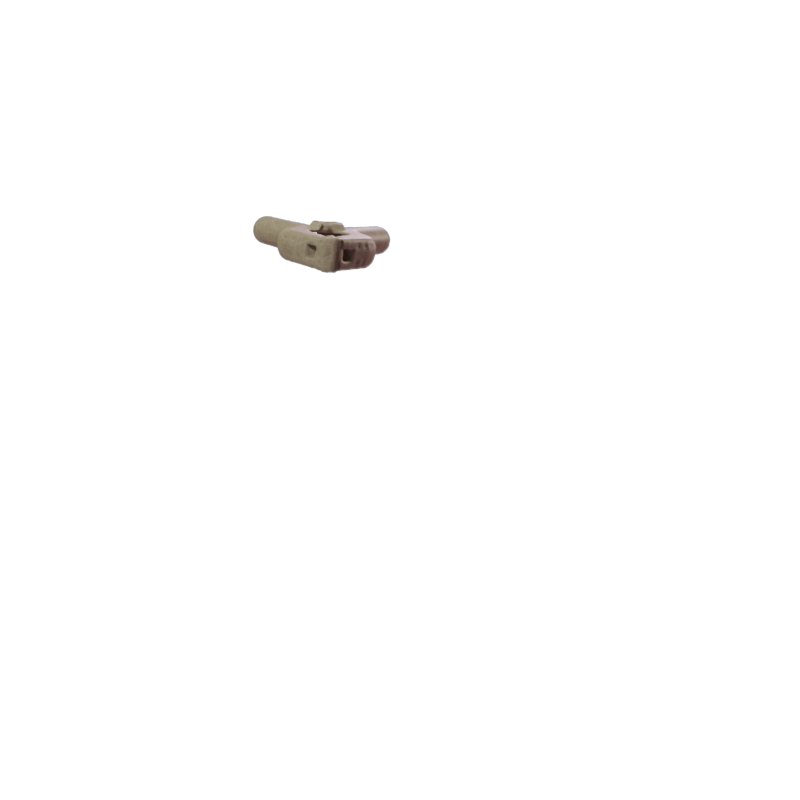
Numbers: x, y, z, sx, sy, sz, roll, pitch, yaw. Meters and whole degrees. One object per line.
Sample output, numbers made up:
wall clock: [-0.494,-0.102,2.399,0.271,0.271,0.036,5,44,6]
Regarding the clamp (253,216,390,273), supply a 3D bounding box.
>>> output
clamp: [-0.072,-0.131,0.918,0.121,0.039,0.173,1,10,4]
